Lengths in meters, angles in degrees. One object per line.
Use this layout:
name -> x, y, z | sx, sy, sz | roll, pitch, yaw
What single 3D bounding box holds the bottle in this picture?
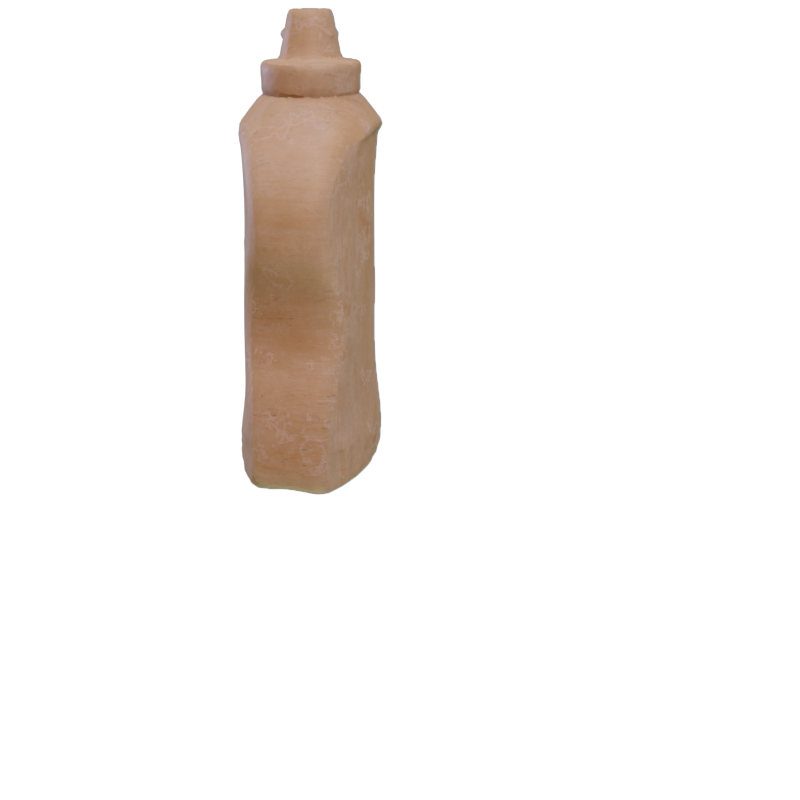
bottle -> -0.037, -0.067, 0.466 | 0.059, 0.185, 0.098 | 4, 16, 11
